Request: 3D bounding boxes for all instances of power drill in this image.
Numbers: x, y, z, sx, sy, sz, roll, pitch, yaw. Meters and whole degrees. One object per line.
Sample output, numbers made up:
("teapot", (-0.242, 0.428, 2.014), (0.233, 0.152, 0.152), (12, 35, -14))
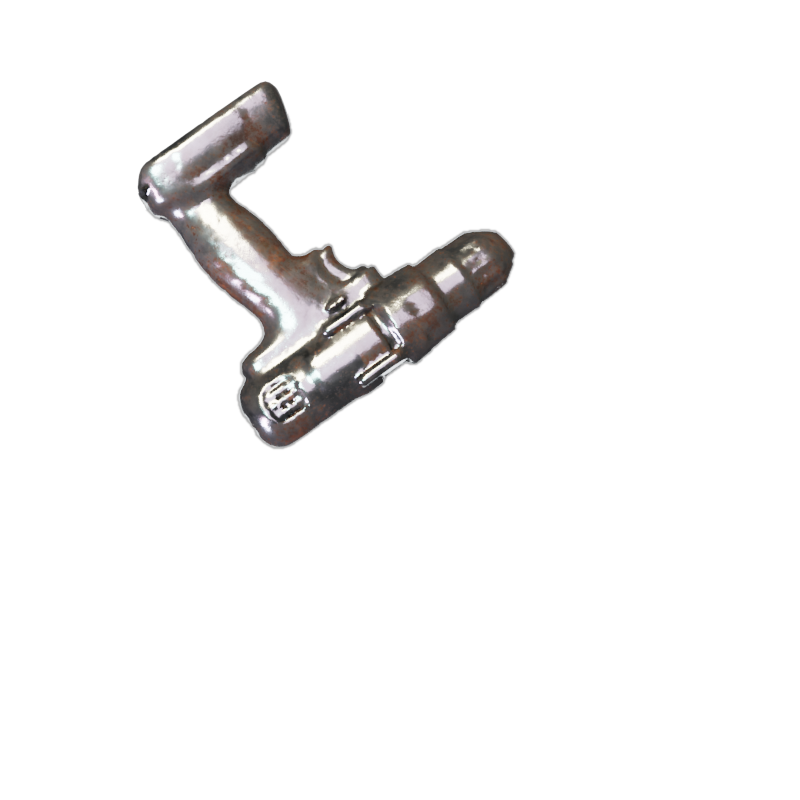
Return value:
("power drill", (-0.051, -0.094, 0.657), (0.185, 0.193, 0.056), (-36, -11, -8))
